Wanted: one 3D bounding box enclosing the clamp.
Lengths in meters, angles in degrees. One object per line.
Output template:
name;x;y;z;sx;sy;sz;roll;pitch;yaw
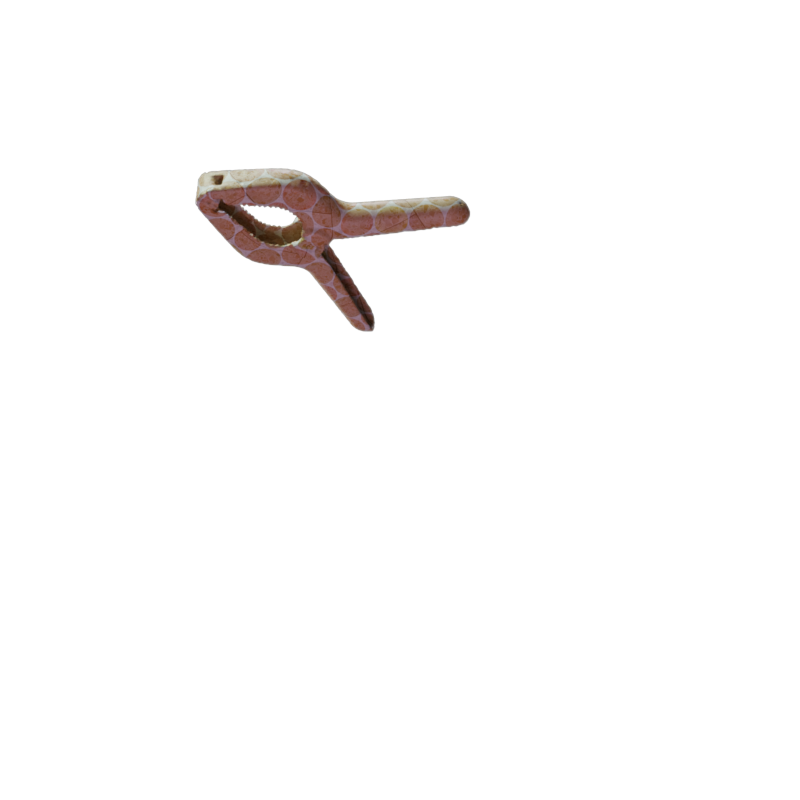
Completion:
clamp;-0.071;-0.129;0.904;0.204;0.039;0.158;15;-44;-16
